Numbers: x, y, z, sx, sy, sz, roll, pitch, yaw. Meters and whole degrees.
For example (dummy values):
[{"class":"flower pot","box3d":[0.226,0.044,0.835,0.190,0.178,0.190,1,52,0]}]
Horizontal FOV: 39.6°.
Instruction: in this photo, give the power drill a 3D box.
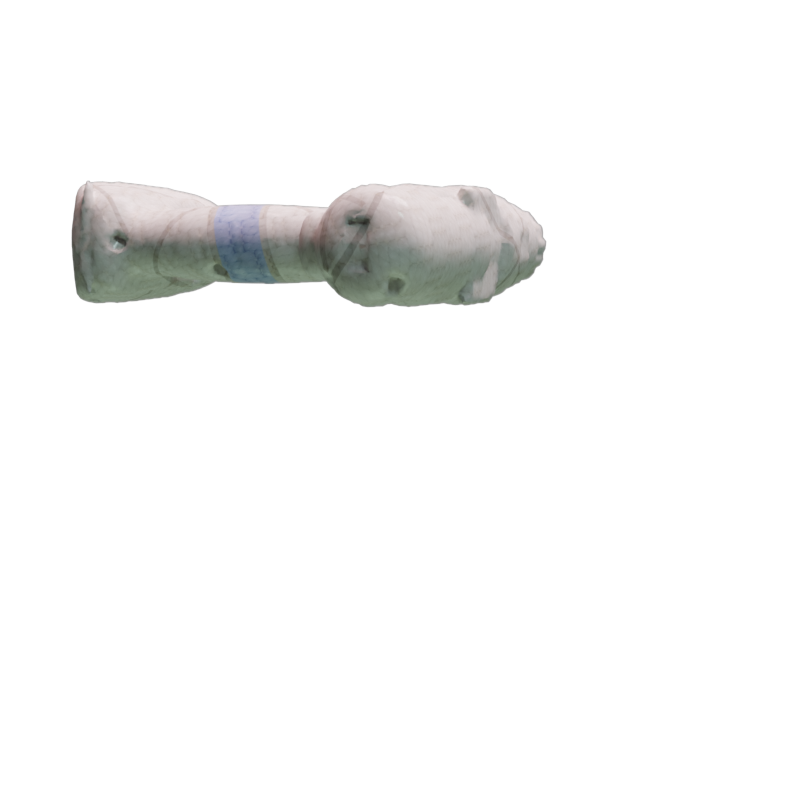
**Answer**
[{"class":"power drill","box3d":[-0.040,-0.073,0.511,0.194,0.057,0.179,3,6,26]}]
